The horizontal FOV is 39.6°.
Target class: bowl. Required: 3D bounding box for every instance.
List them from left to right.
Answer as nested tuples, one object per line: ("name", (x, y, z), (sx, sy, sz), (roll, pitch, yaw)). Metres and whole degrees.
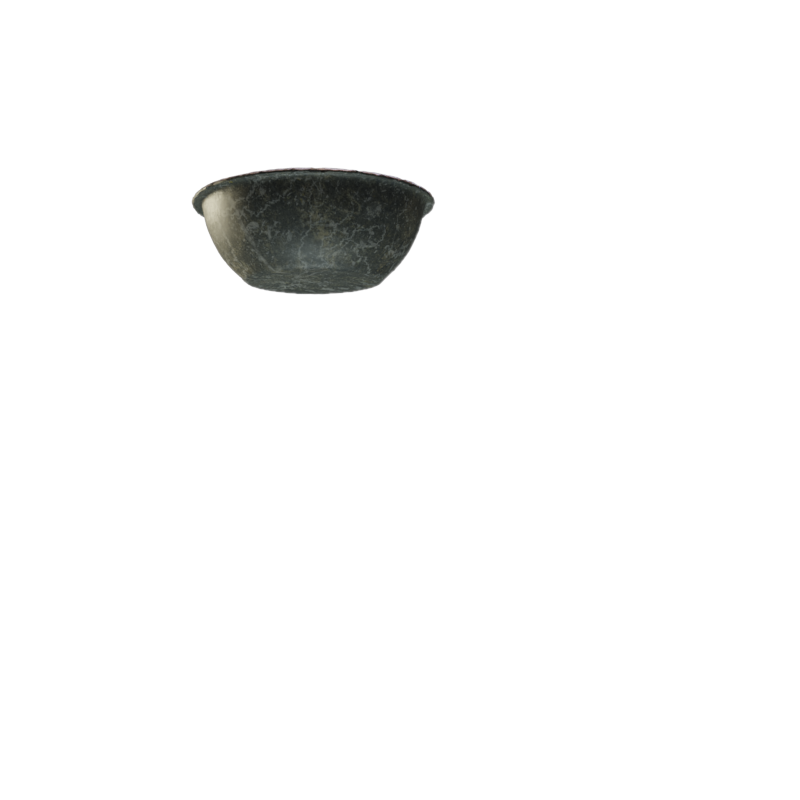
("bowl", (-0.058, -0.105, 0.735), (0.162, 0.056, 0.159), (0, -6, -2))
